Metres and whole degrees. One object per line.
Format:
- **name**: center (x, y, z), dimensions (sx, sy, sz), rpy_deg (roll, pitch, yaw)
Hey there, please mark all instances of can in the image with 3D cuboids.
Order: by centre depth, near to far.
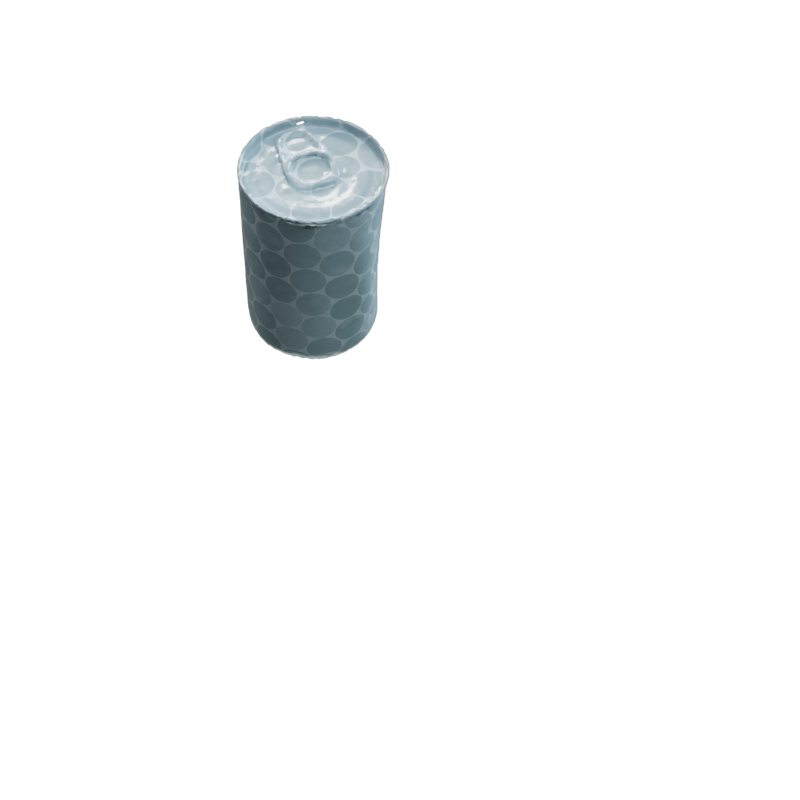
- **can**: center (-0.041, -0.076, 0.530), dimensions (0.068, 0.073, 0.095), rpy_deg (0, -37, -3)
